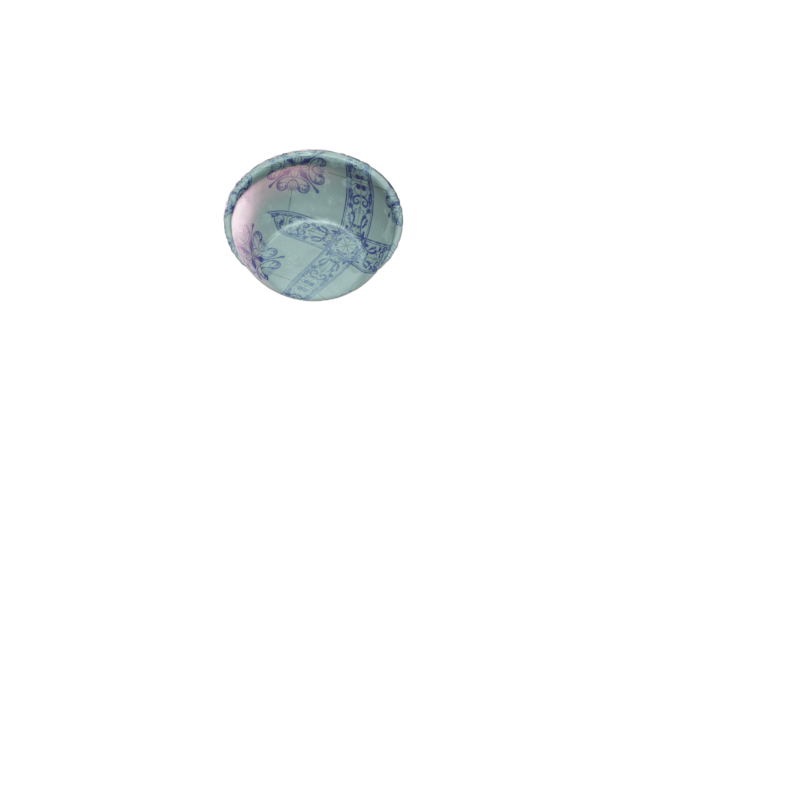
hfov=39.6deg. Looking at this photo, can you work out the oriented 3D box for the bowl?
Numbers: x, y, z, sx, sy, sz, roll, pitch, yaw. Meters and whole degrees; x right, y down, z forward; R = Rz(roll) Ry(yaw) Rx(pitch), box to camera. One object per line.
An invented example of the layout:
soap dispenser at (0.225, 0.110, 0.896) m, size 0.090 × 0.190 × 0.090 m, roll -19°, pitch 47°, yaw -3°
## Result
bowl at (-0.076, -0.139, 0.973) m, size 0.162 × 0.151 × 0.059 m, roll 1°, pitch 43°, yaw -1°
